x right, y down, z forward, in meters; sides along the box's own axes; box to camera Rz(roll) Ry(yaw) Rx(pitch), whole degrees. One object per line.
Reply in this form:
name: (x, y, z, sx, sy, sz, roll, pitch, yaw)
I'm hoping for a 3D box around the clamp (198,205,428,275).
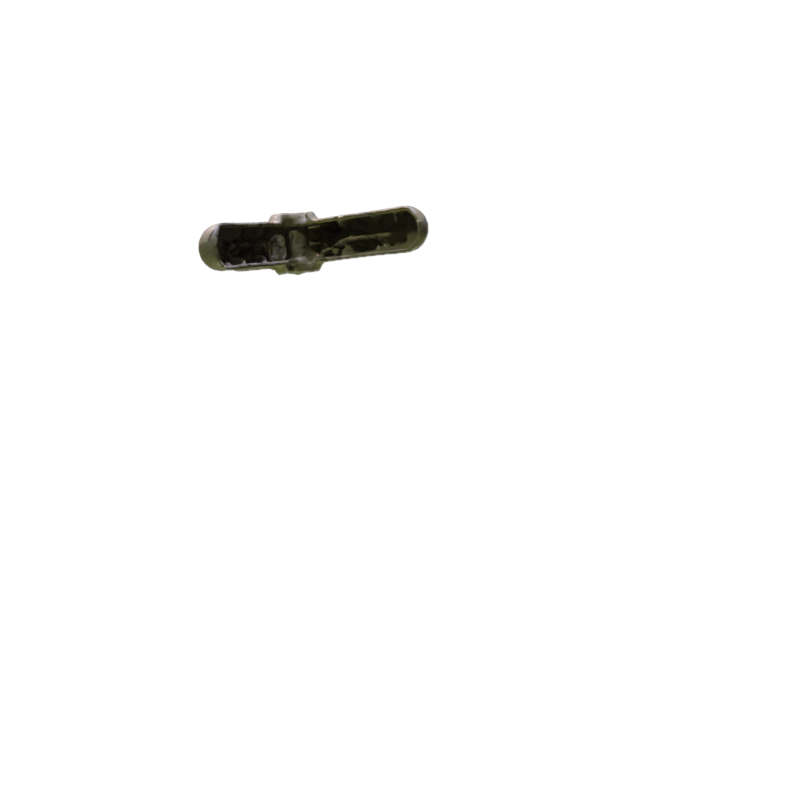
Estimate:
clamp: (-0.050, -0.092, 0.643, 0.120, 0.039, 0.174, -1, 8, -4)
